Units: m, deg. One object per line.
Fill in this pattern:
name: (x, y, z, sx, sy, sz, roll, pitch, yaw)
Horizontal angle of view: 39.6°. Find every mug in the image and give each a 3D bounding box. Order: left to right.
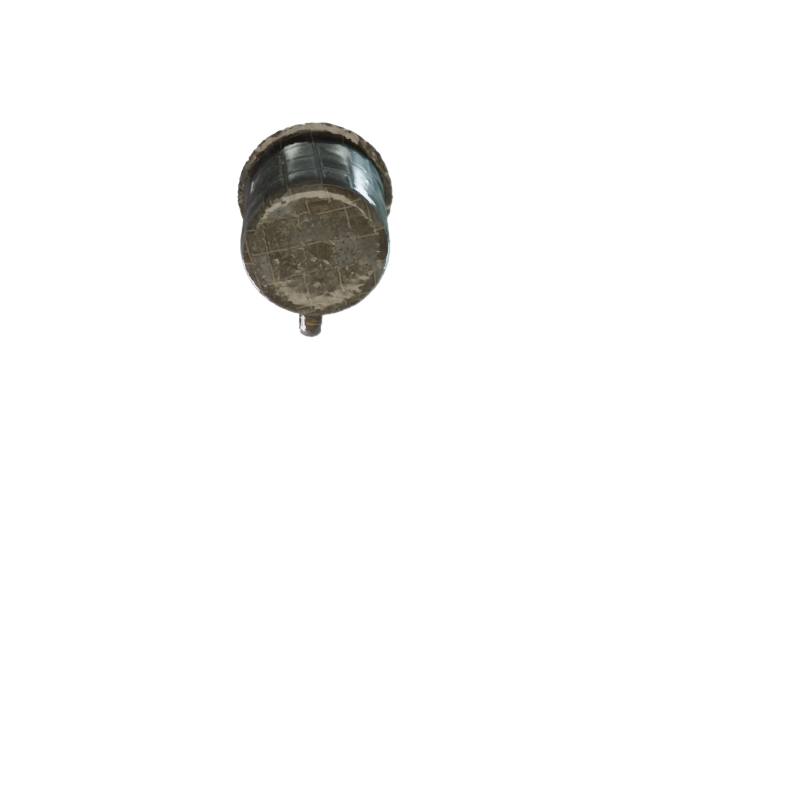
mug: (-0.050, -0.091, 0.635, 0.093, 0.111, 0.086, 5, 28, -5)
